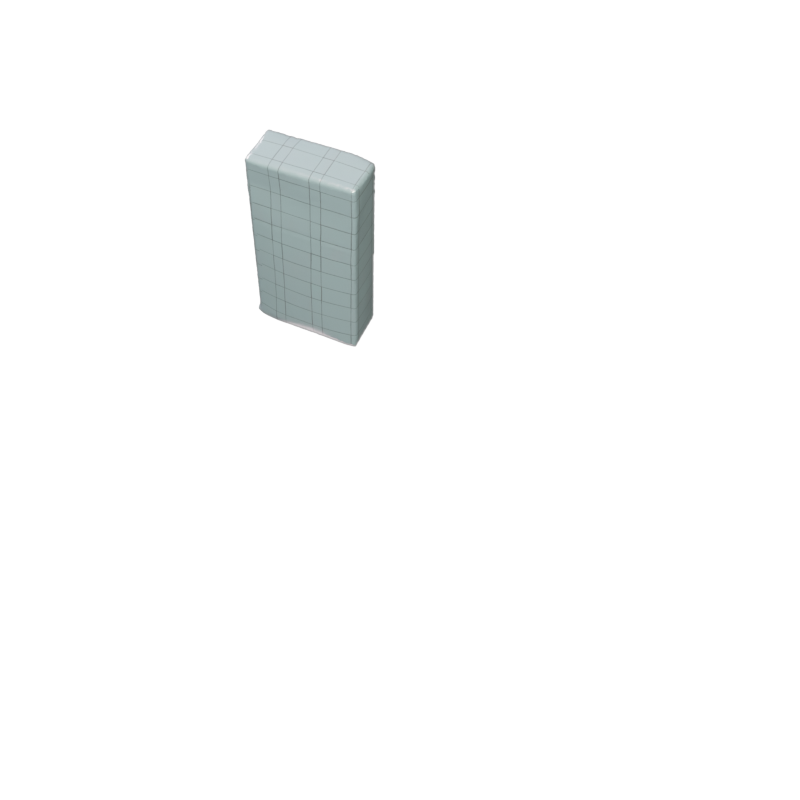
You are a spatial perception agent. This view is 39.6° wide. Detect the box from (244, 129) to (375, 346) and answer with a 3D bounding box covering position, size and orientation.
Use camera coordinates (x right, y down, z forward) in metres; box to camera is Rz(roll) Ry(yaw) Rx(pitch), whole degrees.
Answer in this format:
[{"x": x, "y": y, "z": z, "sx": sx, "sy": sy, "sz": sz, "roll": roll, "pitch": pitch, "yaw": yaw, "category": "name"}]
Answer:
[{"x": -0.068, "y": -0.125, "z": 0.877, "sx": 0.096, "sy": 0.164, "sz": 0.050, "roll": 21, "pitch": 50, "yaw": 15, "category": "box"}]
